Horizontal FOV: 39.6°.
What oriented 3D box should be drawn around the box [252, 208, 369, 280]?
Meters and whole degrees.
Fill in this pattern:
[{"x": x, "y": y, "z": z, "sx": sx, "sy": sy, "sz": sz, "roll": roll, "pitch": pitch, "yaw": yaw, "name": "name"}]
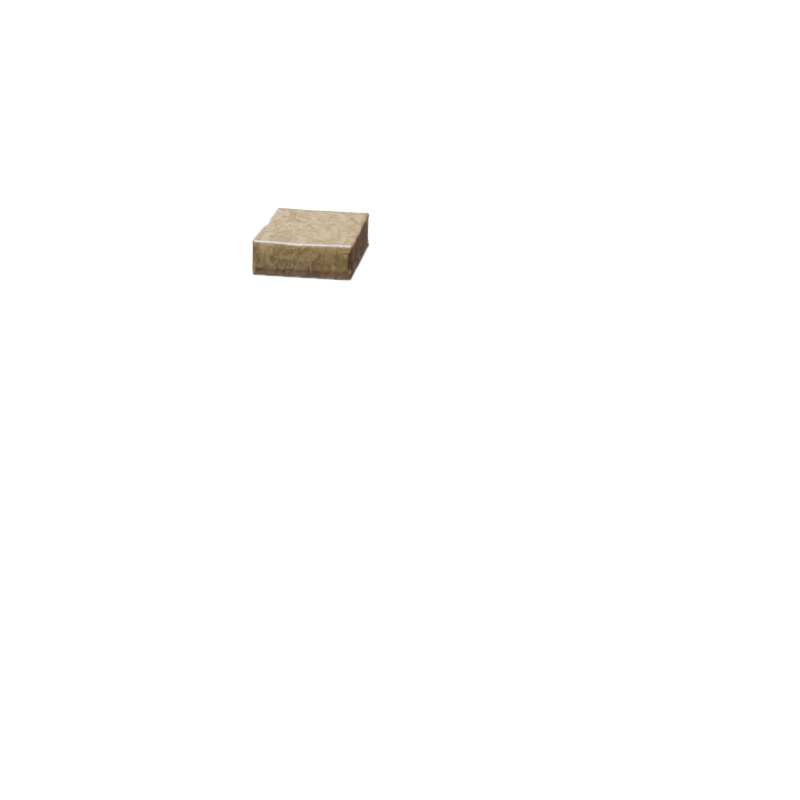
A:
[{"x": -0.065, "y": -0.118, "z": 0.828, "sx": 0.074, "sy": 0.029, "sz": 0.092, "roll": 4, "pitch": 25, "yaw": 8, "name": "box"}]
